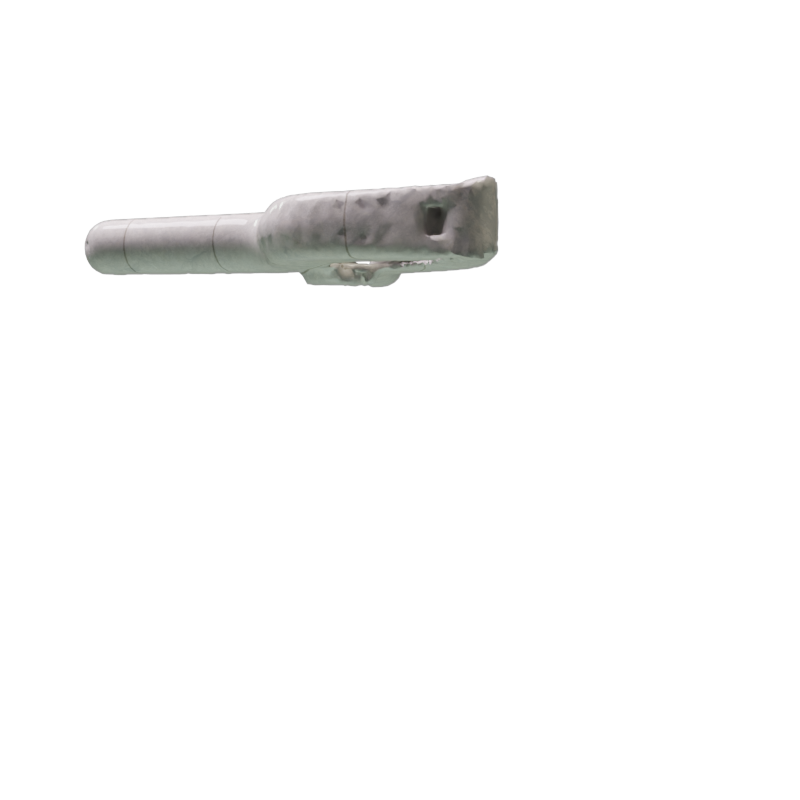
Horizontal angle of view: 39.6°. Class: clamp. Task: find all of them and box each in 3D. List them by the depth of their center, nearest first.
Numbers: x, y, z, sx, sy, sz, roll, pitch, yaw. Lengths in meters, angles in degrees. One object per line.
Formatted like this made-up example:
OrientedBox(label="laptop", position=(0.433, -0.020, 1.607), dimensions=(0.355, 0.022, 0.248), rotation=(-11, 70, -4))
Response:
OrientedBox(label="clamp", position=(-0.036, -0.066, 0.462), dimensions=(0.160, 0.036, 0.215), rotation=(-1, 3, -23))
